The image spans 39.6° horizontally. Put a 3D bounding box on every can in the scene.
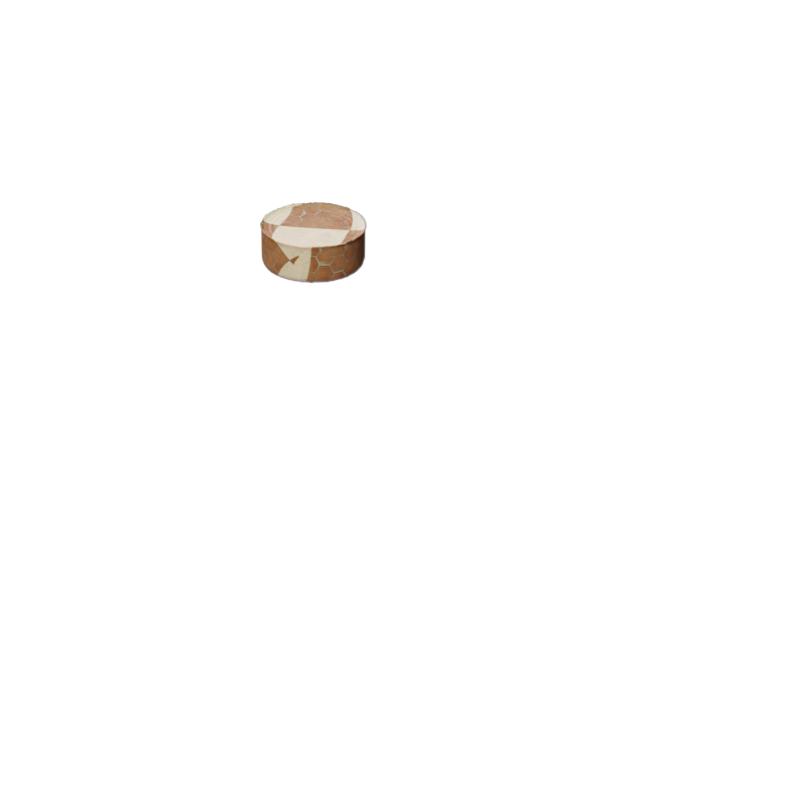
[{"bbox_3d":[-0.070,-0.128,0.899,0.086,0.032,0.091,-1,32,-2],"label":"can"}]
